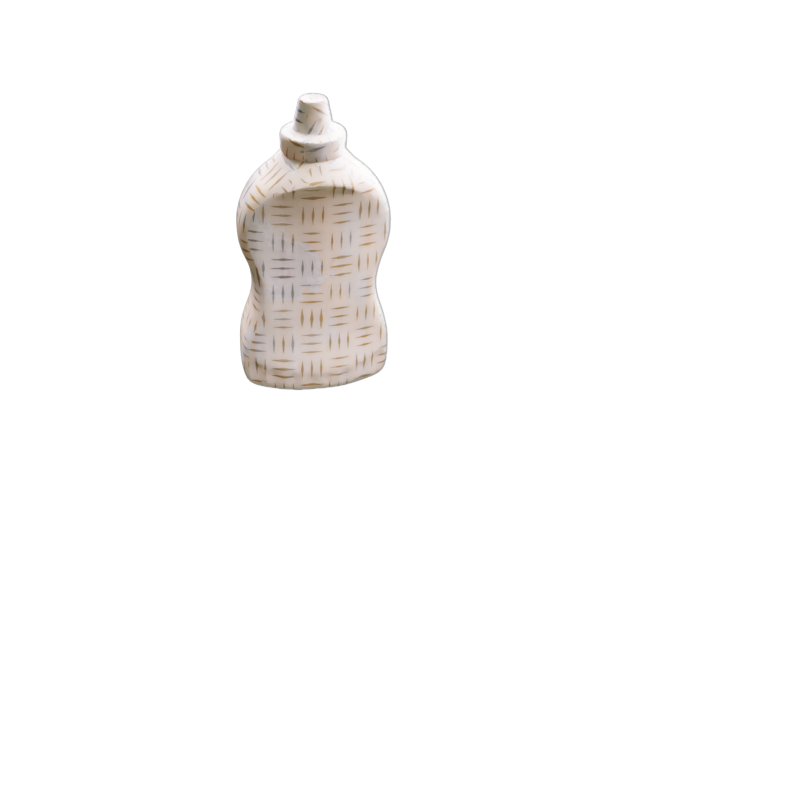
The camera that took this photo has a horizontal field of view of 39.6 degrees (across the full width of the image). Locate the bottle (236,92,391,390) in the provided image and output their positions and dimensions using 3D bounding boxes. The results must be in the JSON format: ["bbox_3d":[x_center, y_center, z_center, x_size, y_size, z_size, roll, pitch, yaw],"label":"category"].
[{"bbox_3d":[-0.055,-0.100,0.698,0.095,0.180,0.062,-3,31,-9],"label":"bottle"}]
